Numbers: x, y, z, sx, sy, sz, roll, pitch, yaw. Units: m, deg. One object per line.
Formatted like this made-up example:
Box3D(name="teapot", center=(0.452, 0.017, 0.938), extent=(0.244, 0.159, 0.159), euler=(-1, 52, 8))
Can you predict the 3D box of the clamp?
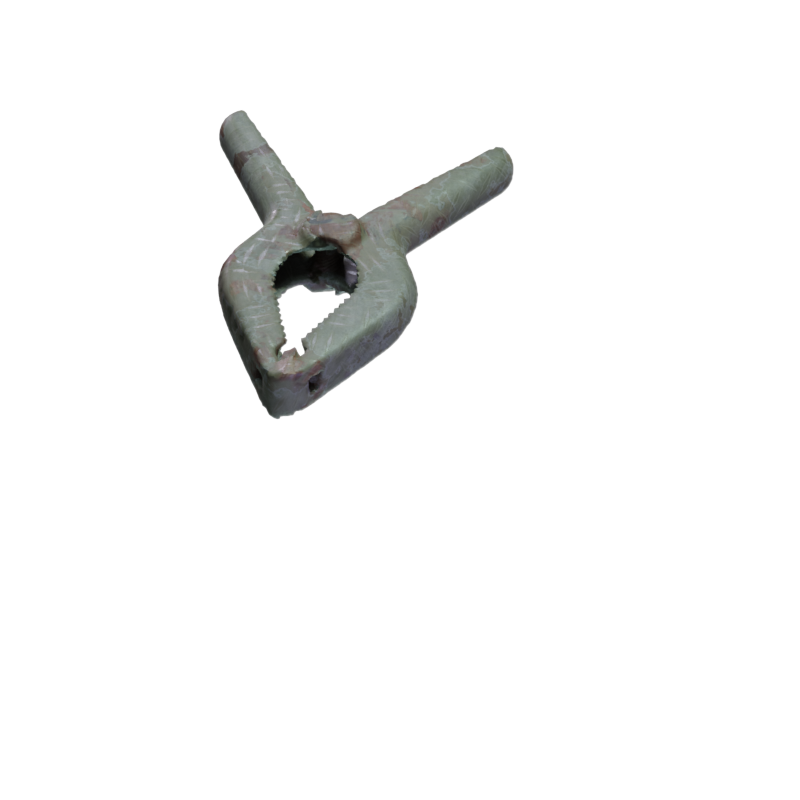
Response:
Box3D(name="clamp", center=(-0.044, -0.079, 0.556), extent=(0.169, 0.034, 0.220), euler=(12, 45, 12))
